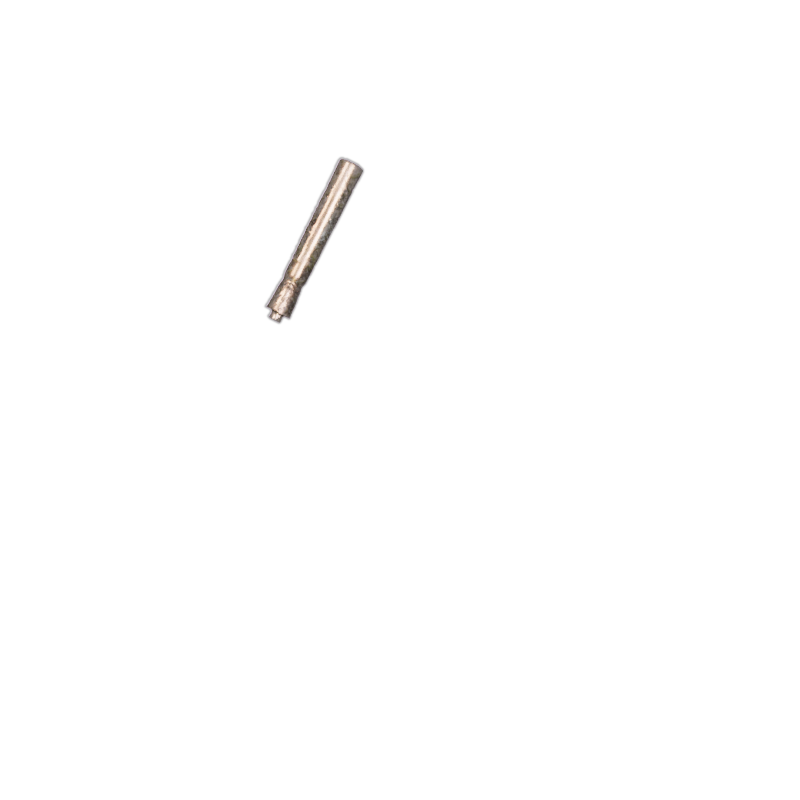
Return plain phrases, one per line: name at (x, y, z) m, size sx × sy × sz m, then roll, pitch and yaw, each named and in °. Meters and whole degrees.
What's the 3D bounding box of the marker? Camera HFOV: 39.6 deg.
marker at (-0.060, -0.109, 0.762) m, size 0.020 × 0.122 × 0.019 m, roll 26°, pitch -6°, yaw -1°
